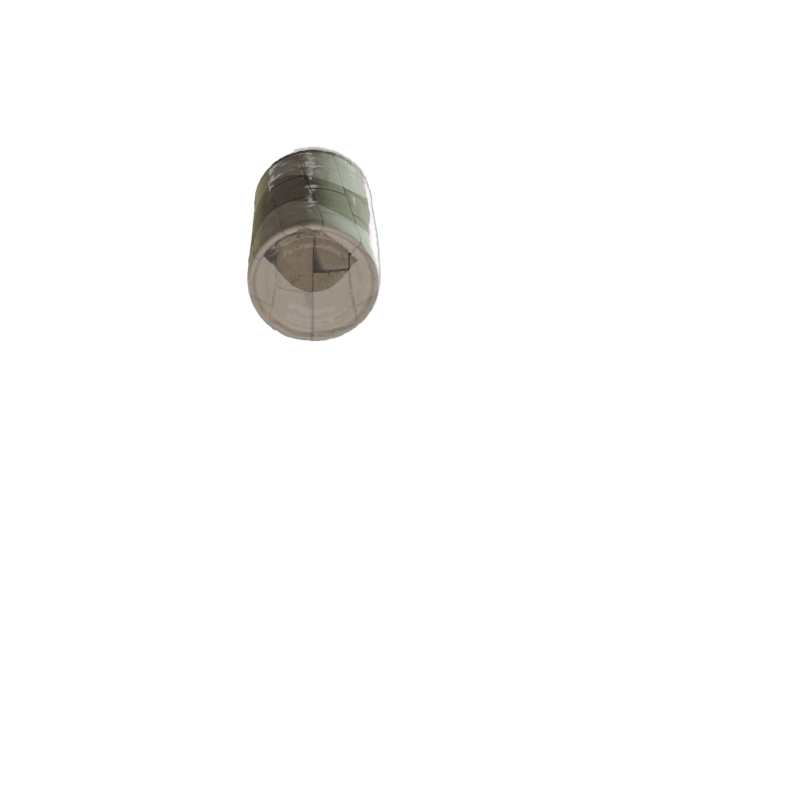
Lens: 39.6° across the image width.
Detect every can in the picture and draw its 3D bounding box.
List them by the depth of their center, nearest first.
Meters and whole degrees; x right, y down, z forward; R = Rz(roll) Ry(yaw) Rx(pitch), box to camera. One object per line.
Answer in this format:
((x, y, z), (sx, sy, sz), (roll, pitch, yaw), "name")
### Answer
((-0.046, -0.084, 0.591), (0.068, 0.065, 0.109), (0, 30, -3), "can")
